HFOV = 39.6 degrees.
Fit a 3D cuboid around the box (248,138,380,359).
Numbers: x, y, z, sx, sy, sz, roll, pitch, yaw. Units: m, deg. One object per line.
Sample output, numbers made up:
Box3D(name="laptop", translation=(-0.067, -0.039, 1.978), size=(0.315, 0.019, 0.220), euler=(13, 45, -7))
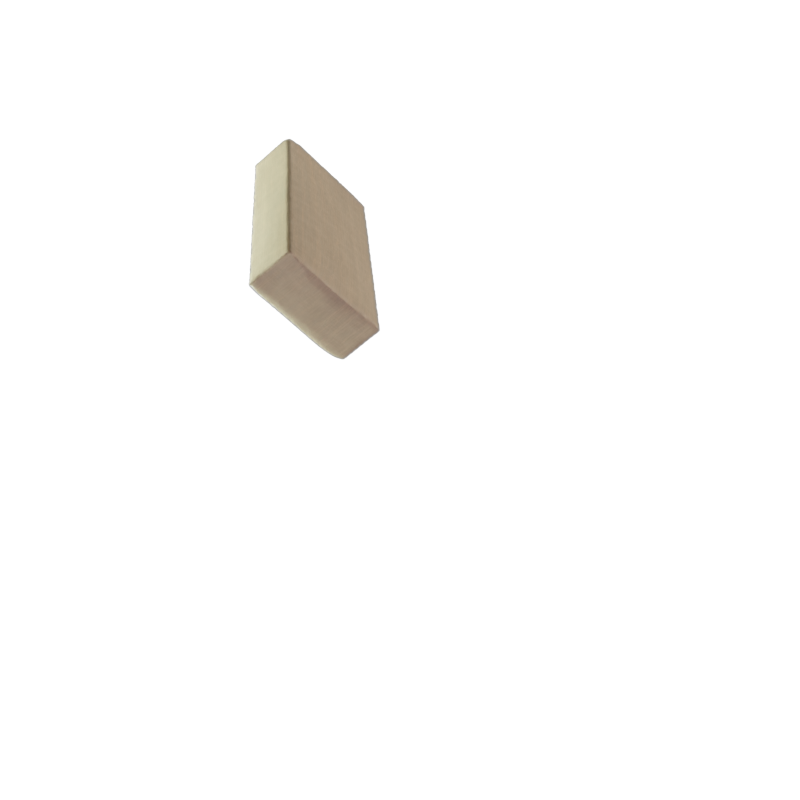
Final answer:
Box3D(name="box", translation=(-0.064, -0.117, 0.820), size=(0.048, 0.189, 0.088), euler=(-37, -59, 23))
